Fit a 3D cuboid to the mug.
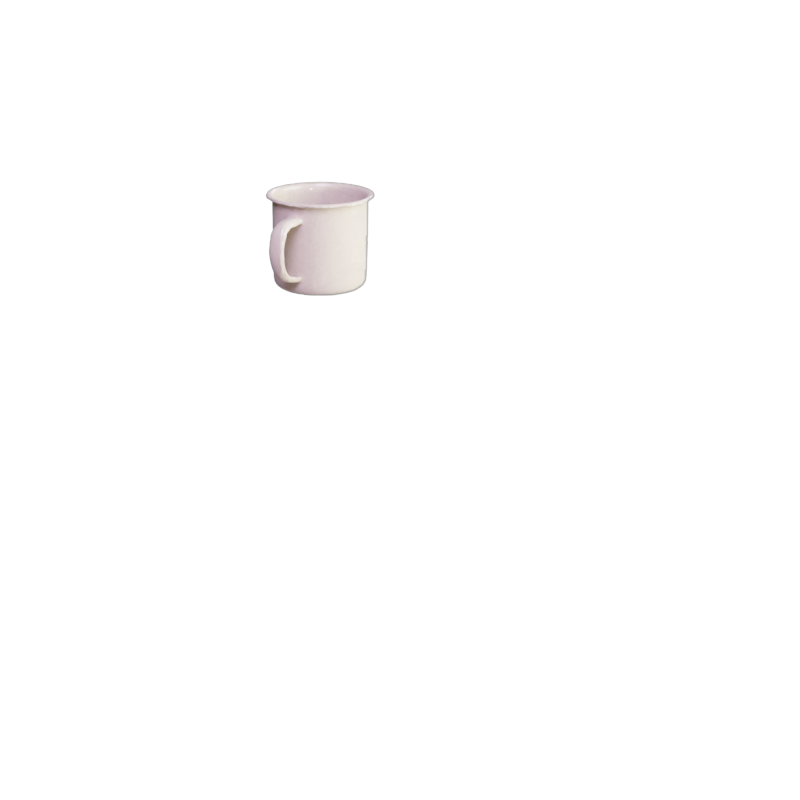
[{"bbox_3d":[-0.074,-0.135,0.948,0.097,0.078,0.117,10,23,25],"label":"mug"}]
